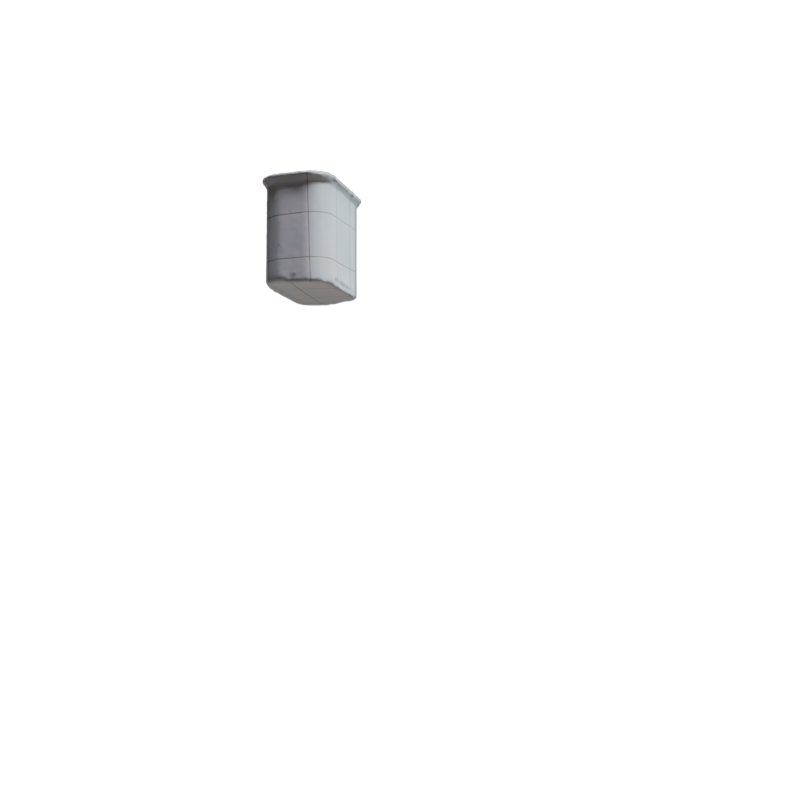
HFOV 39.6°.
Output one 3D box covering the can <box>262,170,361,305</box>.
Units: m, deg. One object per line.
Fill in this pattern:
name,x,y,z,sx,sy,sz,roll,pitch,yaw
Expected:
can,-0.067,-0.123,0.861,0.059,0.086,0.097,-4,-10,16
